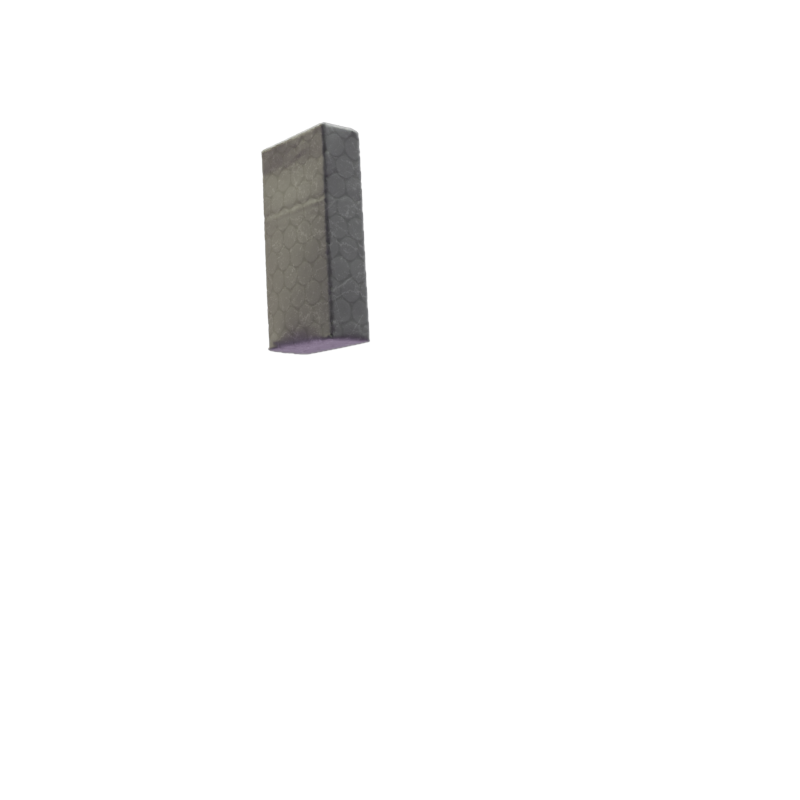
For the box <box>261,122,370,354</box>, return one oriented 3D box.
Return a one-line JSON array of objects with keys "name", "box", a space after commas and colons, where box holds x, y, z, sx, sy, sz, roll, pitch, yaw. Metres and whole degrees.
[{"name": "box", "box": [-0.071, -0.130, 0.910, 0.046, 0.182, 0.095, 9, -15, -38]}]
